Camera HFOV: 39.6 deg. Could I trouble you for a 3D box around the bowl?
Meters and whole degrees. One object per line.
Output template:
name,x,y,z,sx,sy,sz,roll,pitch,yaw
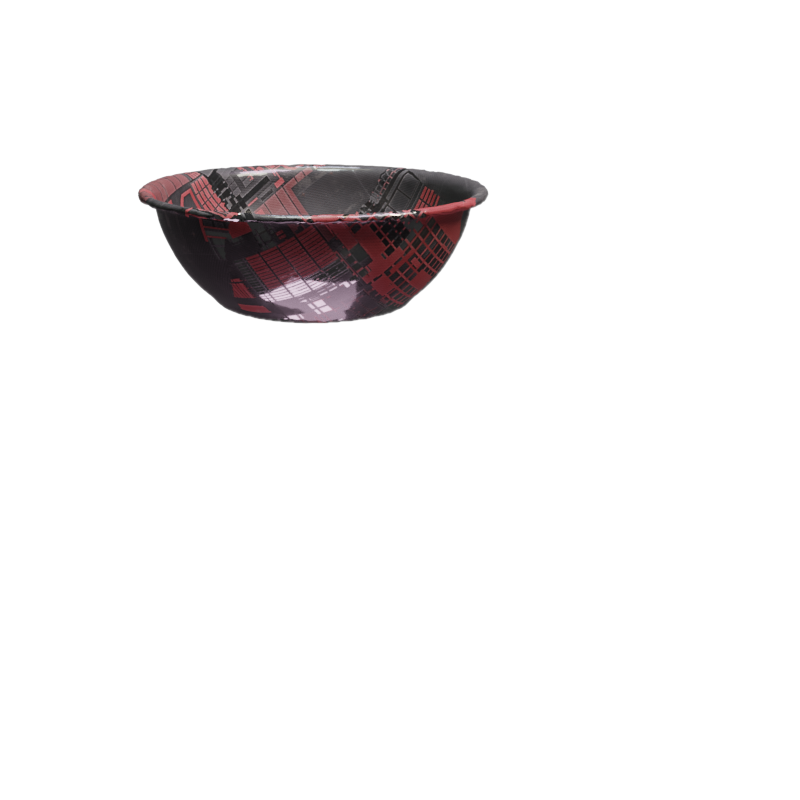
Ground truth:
bowl,-0.041,-0.074,0.521,0.162,0.053,0.168,-1,19,-2
